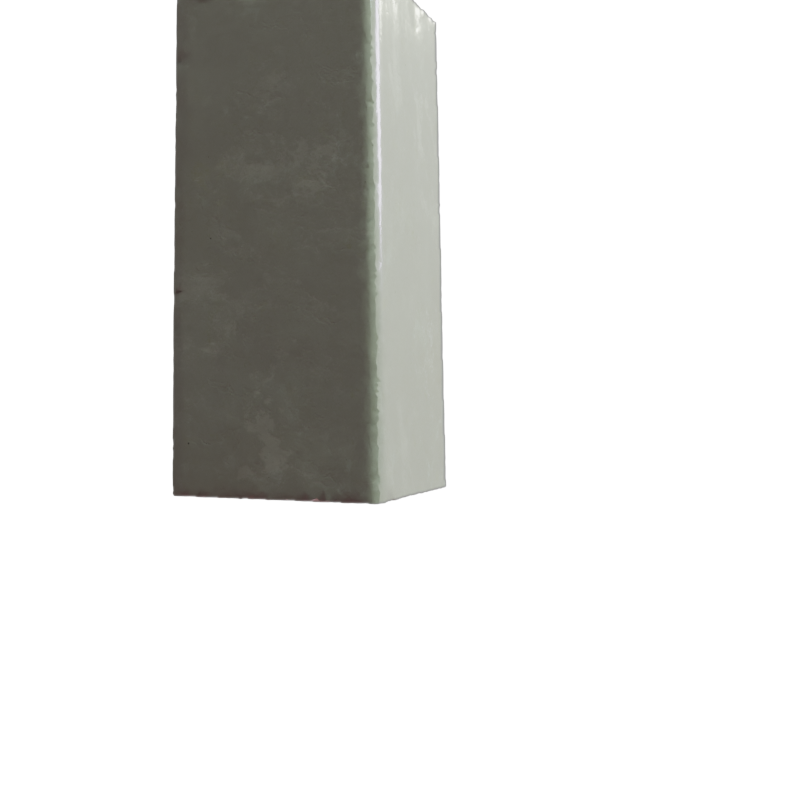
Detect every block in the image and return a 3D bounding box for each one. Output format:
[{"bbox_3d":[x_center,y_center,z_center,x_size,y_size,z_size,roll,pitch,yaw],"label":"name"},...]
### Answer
[{"bbox_3d":[-0.037,-0.067,0.468,0.093,0.210,0.086,-3,-7,21],"label":"block"}]
